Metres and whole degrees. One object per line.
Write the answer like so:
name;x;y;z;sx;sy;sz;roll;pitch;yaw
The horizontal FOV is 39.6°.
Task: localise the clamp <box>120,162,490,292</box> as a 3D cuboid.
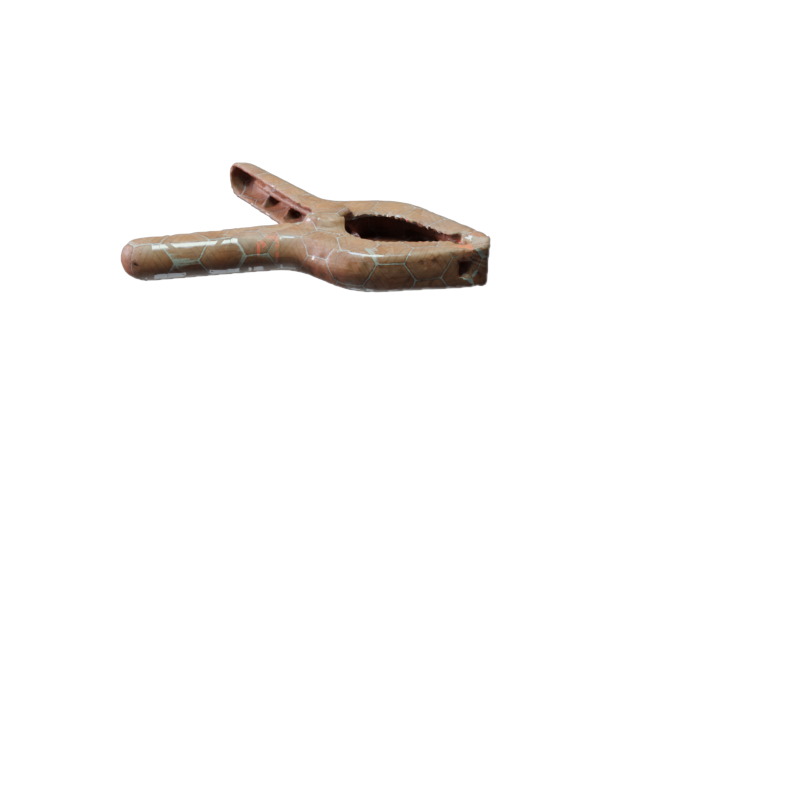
clamp;-0.053;-0.097;0.677;0.219;0.034;0.168;14;34;22
